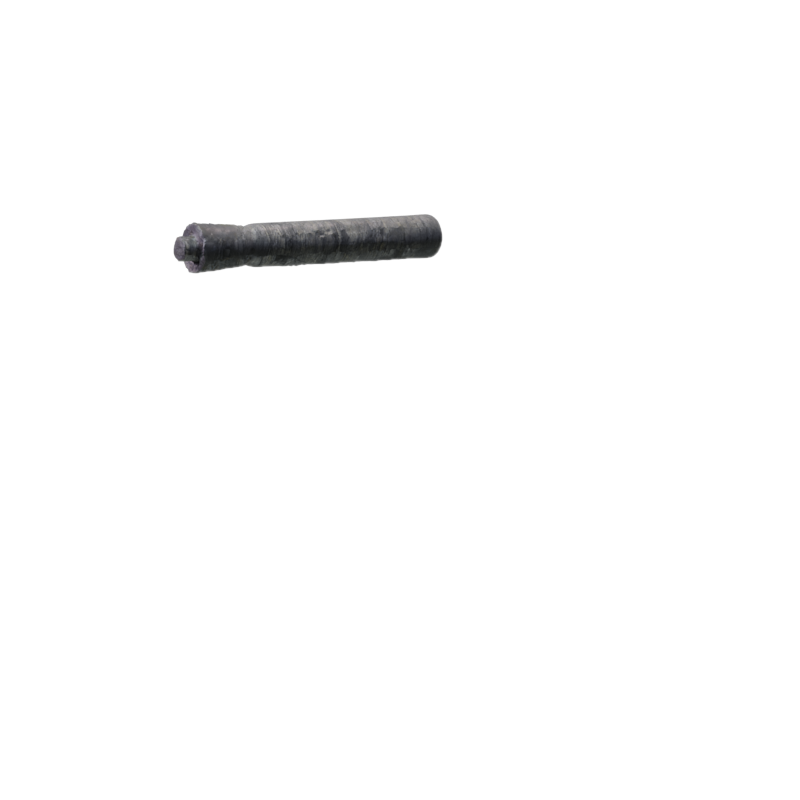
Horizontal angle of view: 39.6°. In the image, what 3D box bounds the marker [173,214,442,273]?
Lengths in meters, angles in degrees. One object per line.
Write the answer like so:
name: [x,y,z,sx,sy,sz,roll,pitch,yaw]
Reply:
marker: [-0.034,-0.063,0.441,0.117,0.020,0.021,-9,9,-36]
